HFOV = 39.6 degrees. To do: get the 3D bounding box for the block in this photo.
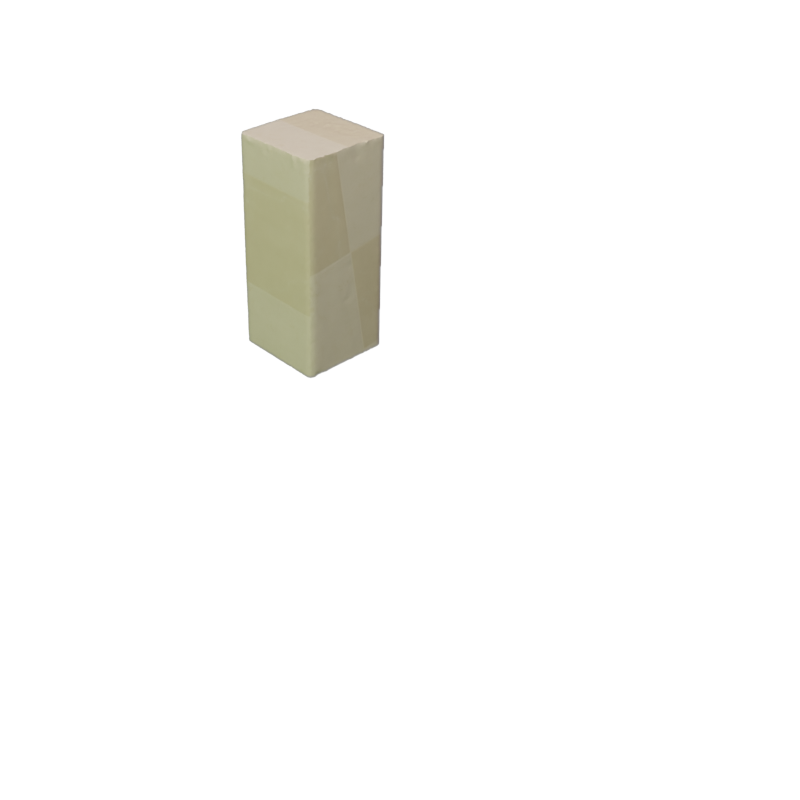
[{"bbox_3d":[-0.077,-0.139,0.977,0.089,0.194,0.097,-24,39,-38],"label":"block"}]
